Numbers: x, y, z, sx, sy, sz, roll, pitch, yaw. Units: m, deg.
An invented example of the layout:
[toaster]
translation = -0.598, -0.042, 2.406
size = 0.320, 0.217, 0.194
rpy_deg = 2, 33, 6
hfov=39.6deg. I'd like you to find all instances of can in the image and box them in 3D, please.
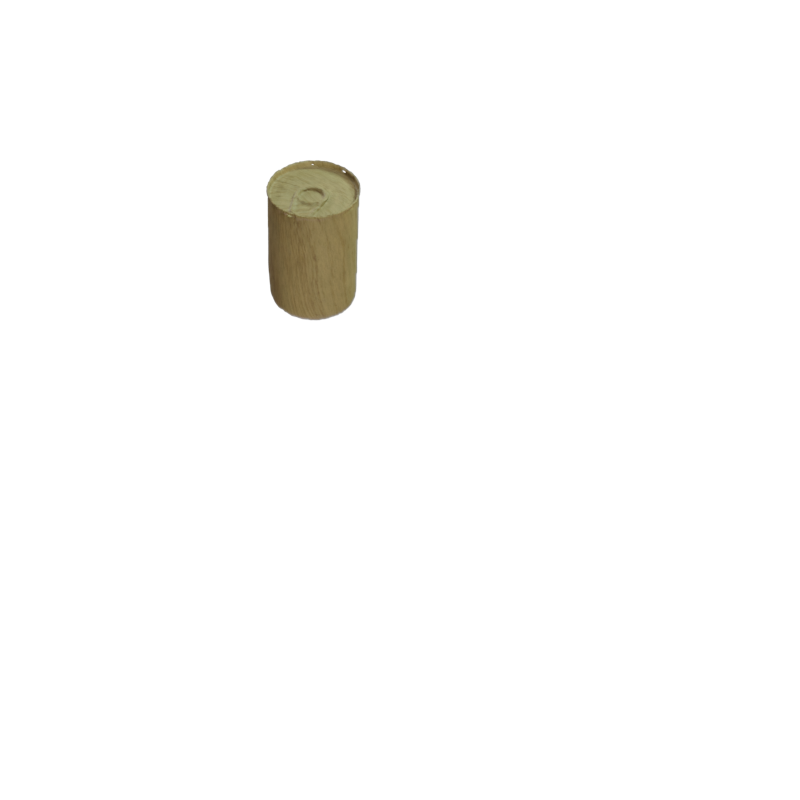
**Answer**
[can]
translation = -0.065, -0.118, 0.829
size = 0.068, 0.095, 0.074
rpy_deg = 0, 44, -3
